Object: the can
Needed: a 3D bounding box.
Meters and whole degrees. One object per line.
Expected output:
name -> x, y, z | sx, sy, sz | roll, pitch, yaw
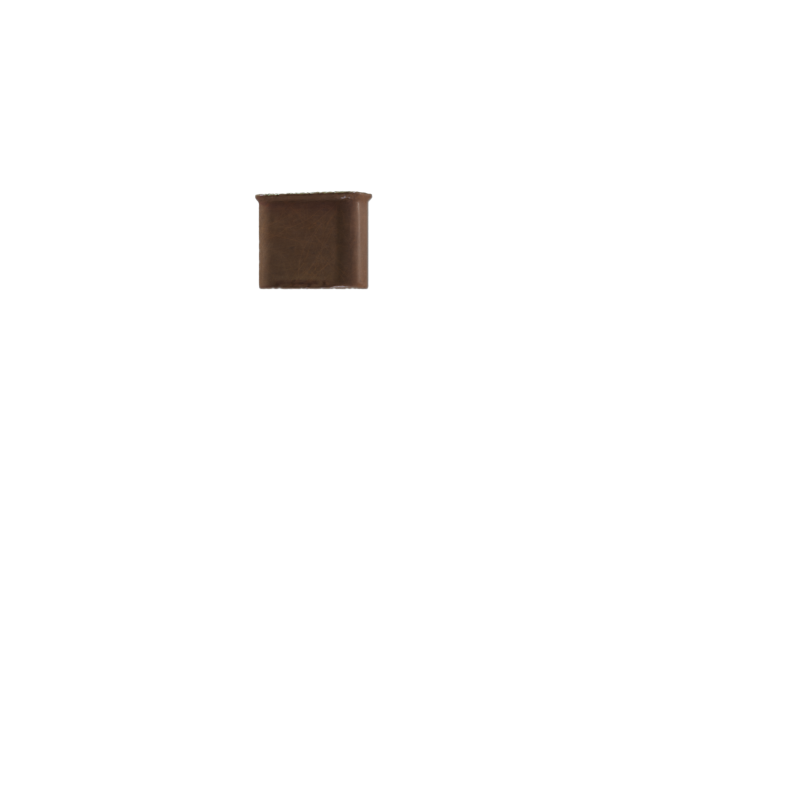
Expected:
can -> -0.076, -0.140, 0.978 | 0.105, 0.084, 0.056 | 1, 0, 23
